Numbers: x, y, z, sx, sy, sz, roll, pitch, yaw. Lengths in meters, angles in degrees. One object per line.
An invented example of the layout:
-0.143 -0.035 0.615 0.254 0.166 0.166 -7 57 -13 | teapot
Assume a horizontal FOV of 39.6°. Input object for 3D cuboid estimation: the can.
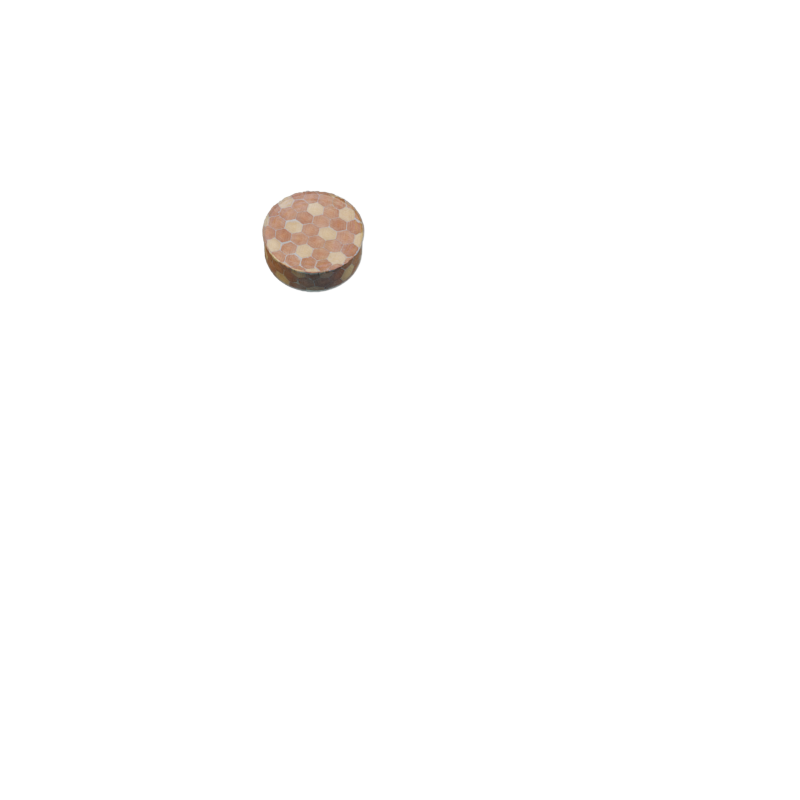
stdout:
-0.074 -0.135 0.944 0.086 0.092 0.031 -1 -33 -1 | can
